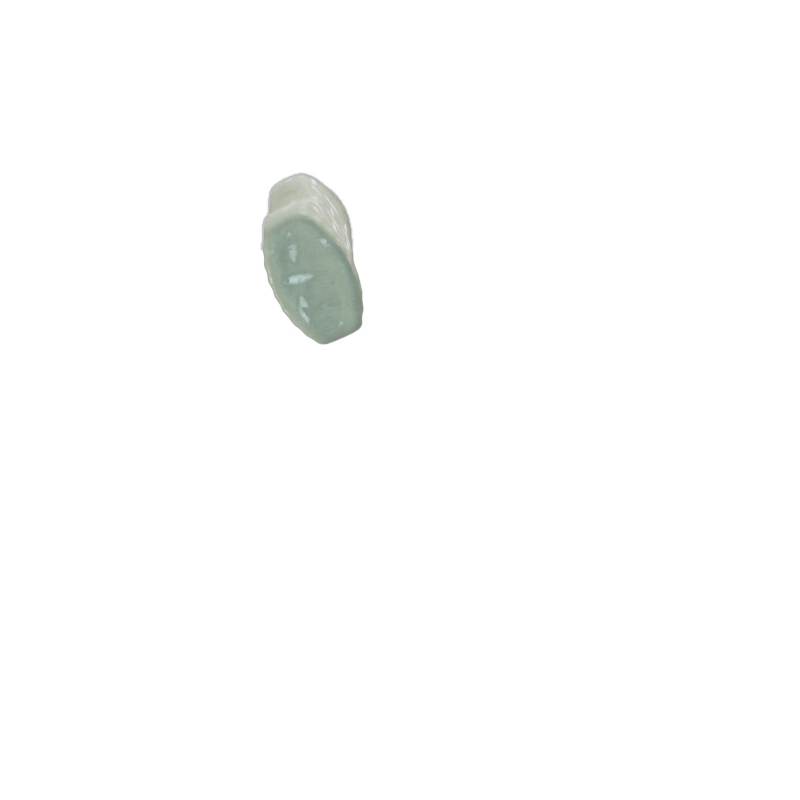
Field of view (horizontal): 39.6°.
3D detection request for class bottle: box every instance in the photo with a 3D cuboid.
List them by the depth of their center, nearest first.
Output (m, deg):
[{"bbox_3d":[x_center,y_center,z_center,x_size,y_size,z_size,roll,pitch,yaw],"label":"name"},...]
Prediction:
[{"bbox_3d":[-0.065,-0.118,0.830,0.058,0.092,0.201,-26,22,7],"label":"bottle"}]
